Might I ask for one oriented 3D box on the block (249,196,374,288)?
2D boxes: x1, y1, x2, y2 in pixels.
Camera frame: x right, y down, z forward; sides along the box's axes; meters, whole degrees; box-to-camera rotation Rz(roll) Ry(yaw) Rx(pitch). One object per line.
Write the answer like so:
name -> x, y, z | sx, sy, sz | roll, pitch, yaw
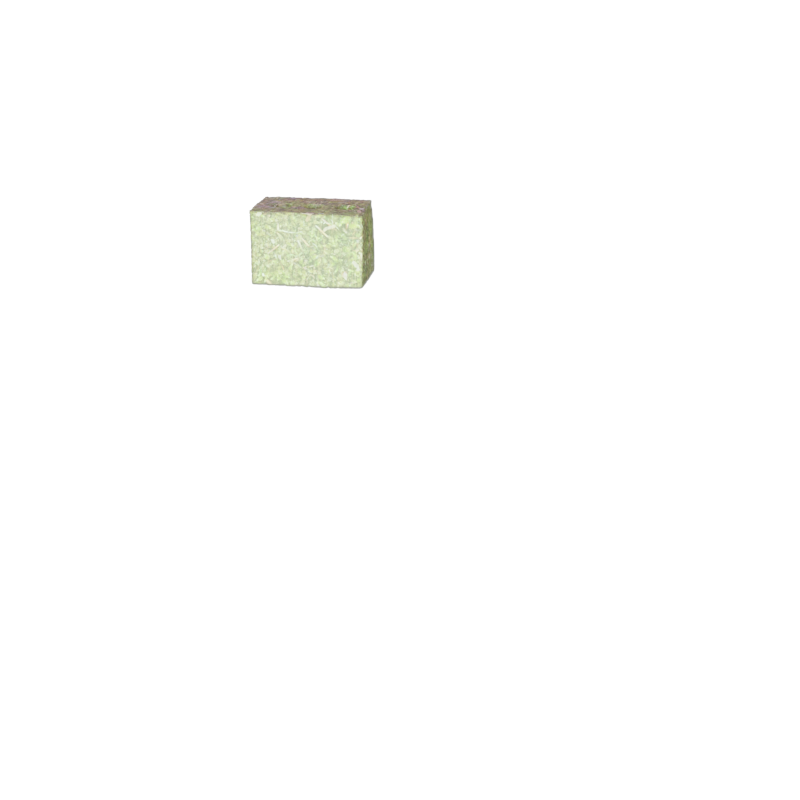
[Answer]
block -> -0.059, -0.107, 0.753 | 0.079, 0.049, 0.054 | 3, 17, 8
